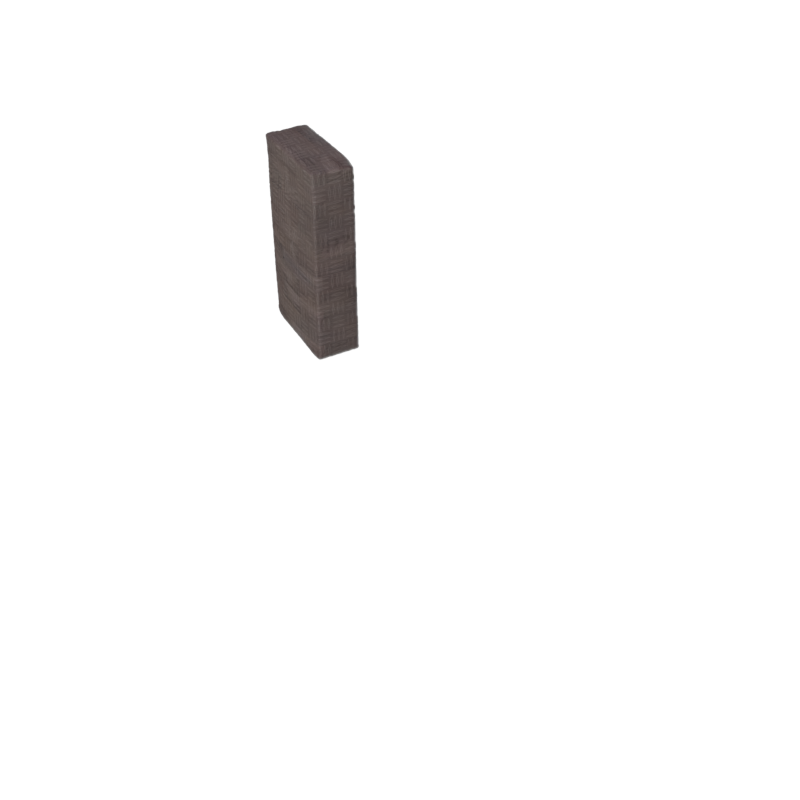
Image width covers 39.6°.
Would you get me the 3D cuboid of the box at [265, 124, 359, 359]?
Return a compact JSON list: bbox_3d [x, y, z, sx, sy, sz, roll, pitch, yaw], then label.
[{"bbox_3d":[-0.073,-0.134,0.935,0.047,0.166,0.101,-13,36,-24],"label":"box"}]
